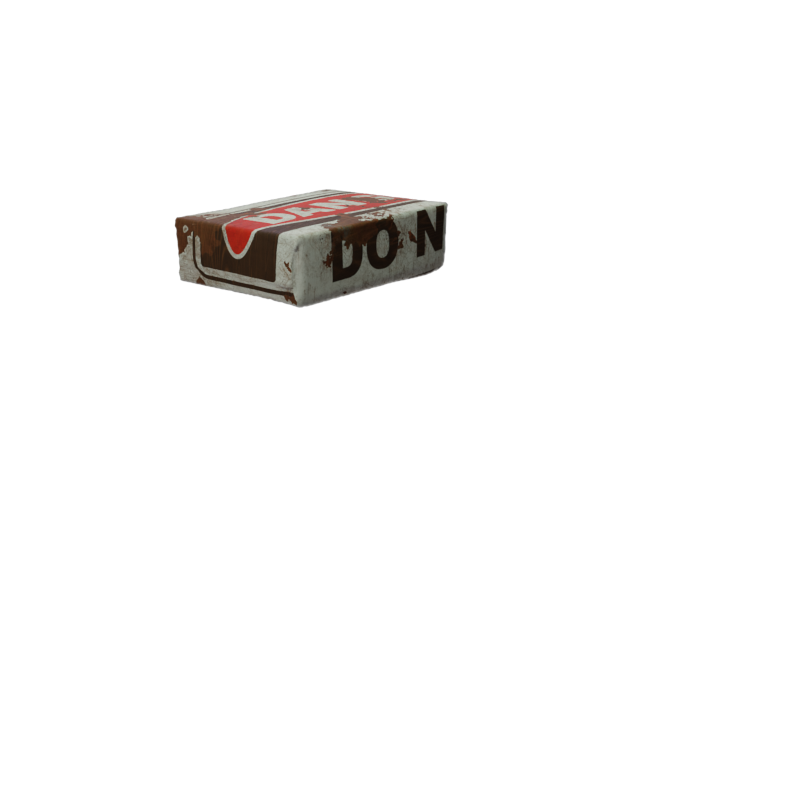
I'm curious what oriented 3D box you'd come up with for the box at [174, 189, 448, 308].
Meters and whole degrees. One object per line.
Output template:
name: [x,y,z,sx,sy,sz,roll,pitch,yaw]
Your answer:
box: [-0.044,-0.081,0.568,0.095,0.038,0.111,15,23,40]
